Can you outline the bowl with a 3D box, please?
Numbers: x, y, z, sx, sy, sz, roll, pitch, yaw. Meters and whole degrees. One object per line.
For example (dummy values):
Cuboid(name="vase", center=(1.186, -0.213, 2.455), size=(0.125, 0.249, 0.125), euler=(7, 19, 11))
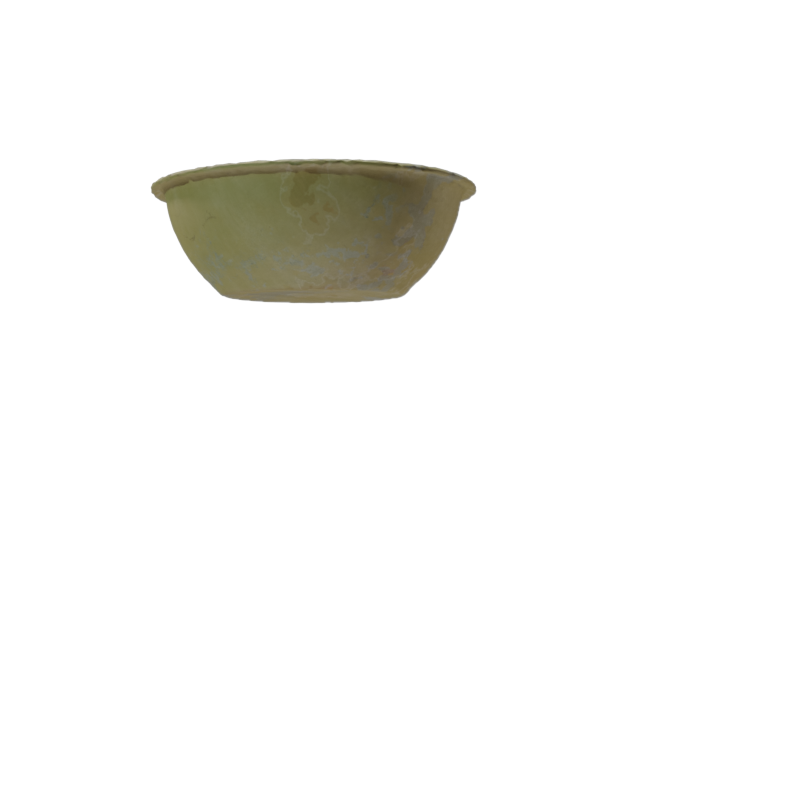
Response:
Cuboid(name="bowl", center=(-0.043, -0.079, 0.552), size=(0.162, 0.056, 0.161), euler=(0, 0, -2))
